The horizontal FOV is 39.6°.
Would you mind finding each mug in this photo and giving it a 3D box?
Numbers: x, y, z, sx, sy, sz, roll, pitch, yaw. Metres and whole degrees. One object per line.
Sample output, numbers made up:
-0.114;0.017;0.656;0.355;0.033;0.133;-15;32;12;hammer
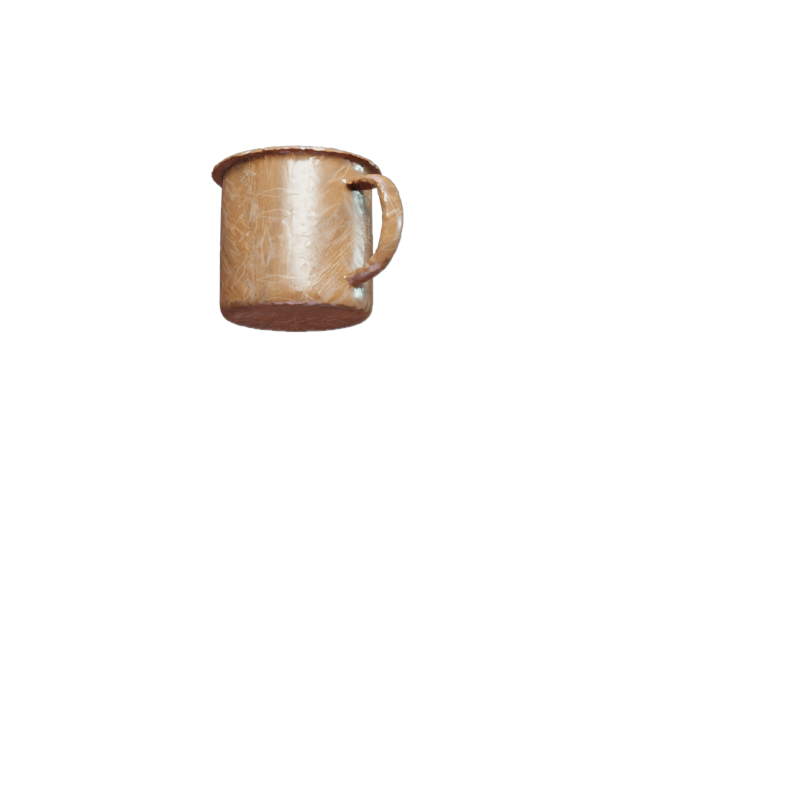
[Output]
-0.046;-0.084;0.588;0.120;0.084;0.088;-8;-13;38;mug
